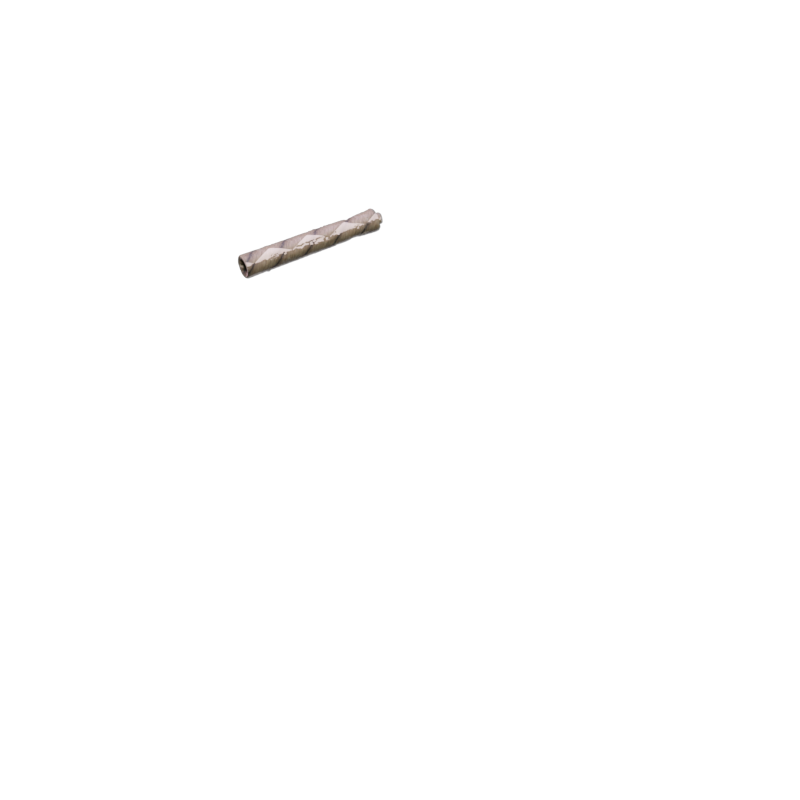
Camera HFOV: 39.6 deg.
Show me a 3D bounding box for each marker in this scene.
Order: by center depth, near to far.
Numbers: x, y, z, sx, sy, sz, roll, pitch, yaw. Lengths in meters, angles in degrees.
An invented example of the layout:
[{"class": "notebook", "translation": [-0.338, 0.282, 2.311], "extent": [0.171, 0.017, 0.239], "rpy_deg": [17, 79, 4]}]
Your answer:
[{"class": "marker", "translation": [-0.067, -0.122, 0.853], "extent": [0.120, 0.019, 0.020], "rpy_deg": [-23, 13, -22]}]
